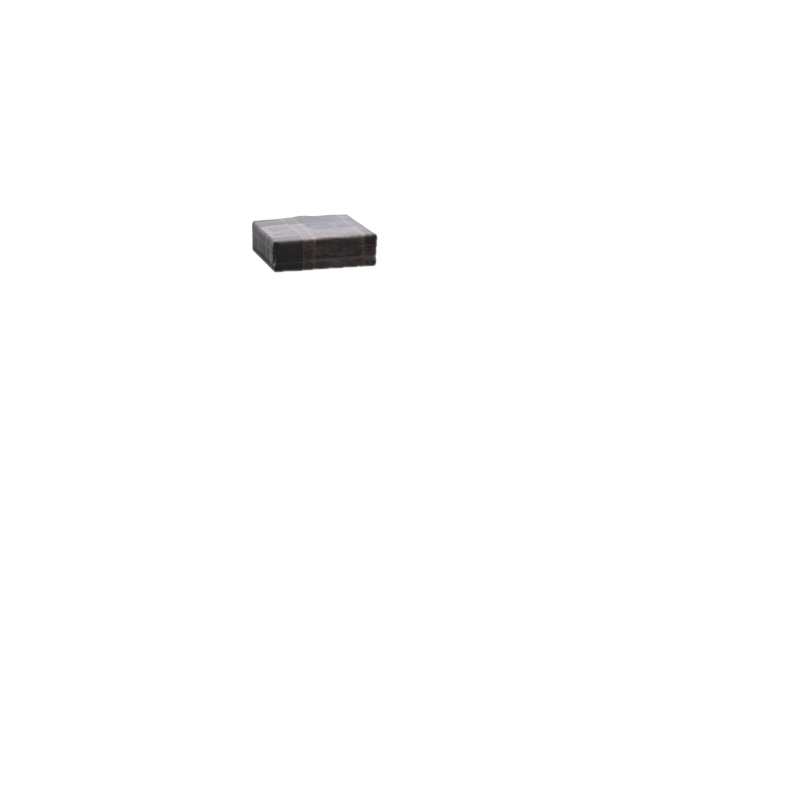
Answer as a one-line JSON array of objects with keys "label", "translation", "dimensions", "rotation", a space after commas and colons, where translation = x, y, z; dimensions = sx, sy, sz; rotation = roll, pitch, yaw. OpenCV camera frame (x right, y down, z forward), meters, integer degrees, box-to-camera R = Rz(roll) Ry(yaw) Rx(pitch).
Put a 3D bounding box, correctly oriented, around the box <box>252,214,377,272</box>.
[{"label": "box", "translation": [-0.072, -0.132, 0.922], "dimensions": [0.088, 0.029, 0.078], "rotation": [-7, 22, -18]}]
